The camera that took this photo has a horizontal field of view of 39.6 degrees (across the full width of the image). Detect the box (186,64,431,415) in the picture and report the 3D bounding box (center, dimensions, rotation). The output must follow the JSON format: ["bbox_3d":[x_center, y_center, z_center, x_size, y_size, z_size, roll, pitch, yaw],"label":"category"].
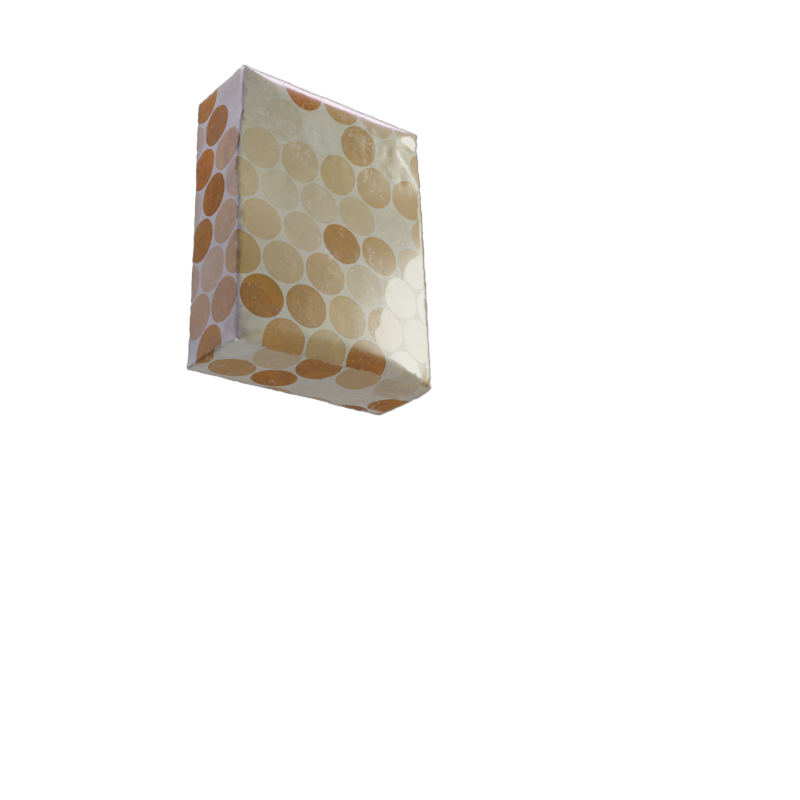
[{"bbox_3d":[-0.062,-0.112,0.786,0.156,0.226,0.071,16,-31,-33],"label":"box"}]
